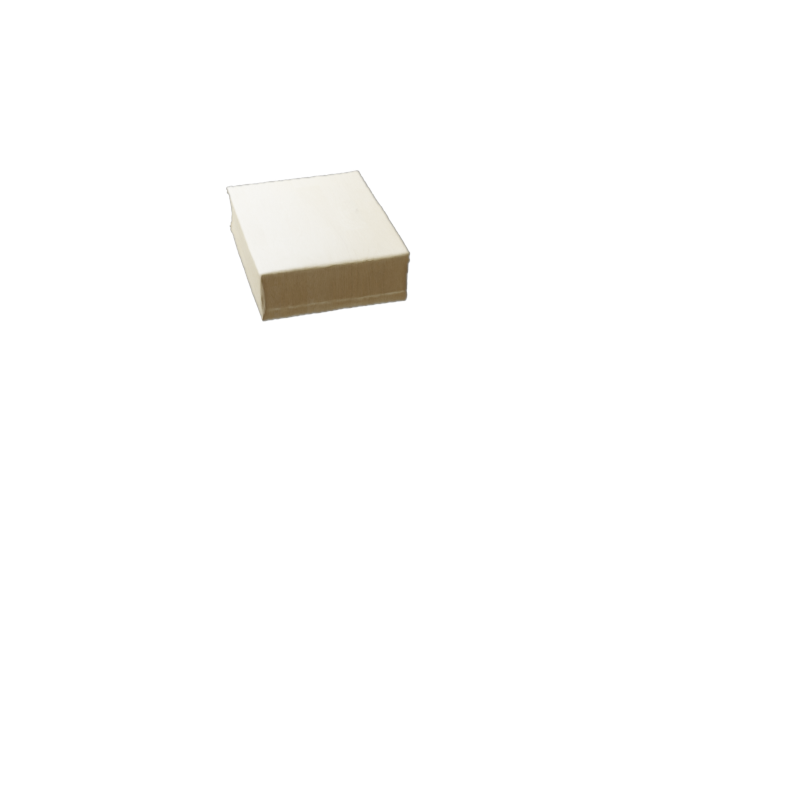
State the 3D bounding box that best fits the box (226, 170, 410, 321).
[{"bbox_3d":[-0.053,-0.098,0.683,0.089,0.036,0.122,-9,35,-14],"label":"box"}]
